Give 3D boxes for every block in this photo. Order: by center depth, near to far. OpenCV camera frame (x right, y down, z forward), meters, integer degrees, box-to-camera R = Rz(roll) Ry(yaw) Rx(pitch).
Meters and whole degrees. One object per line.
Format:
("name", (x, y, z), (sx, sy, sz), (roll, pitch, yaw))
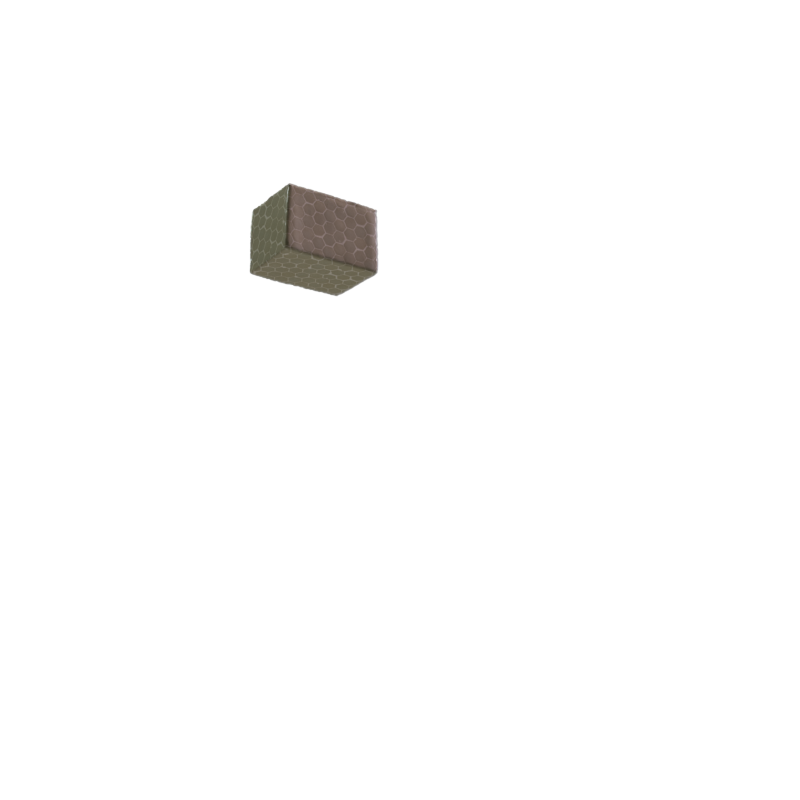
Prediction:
("block", (-0.062, -0.112, 0.787), (0.074, 0.054, 0.053), (13, -25, -33))
